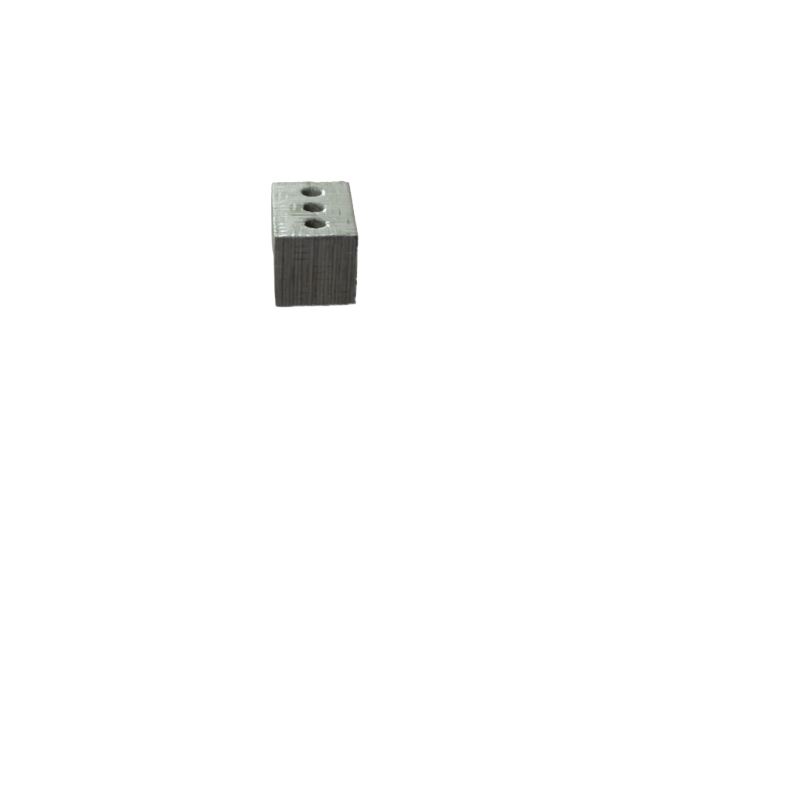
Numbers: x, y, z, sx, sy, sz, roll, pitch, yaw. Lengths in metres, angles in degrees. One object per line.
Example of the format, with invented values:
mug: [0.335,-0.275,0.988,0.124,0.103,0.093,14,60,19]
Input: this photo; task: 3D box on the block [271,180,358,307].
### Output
block: [-0.055,-0.101,0.708,0.052,0.048,0.083,-2,34,-6]
